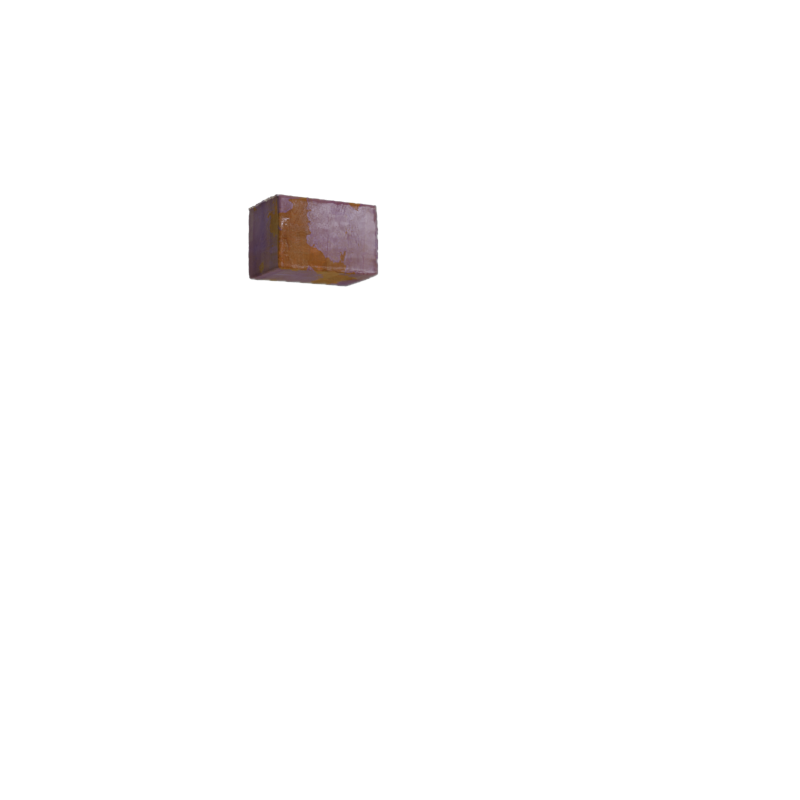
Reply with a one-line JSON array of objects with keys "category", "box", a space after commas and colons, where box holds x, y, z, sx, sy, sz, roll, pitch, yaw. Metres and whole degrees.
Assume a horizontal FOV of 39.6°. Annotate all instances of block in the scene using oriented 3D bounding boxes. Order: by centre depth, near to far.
[{"category": "block", "box": [-0.060, -0.110, 0.768, 0.075, 0.052, 0.053, 3, -8, -28]}]
